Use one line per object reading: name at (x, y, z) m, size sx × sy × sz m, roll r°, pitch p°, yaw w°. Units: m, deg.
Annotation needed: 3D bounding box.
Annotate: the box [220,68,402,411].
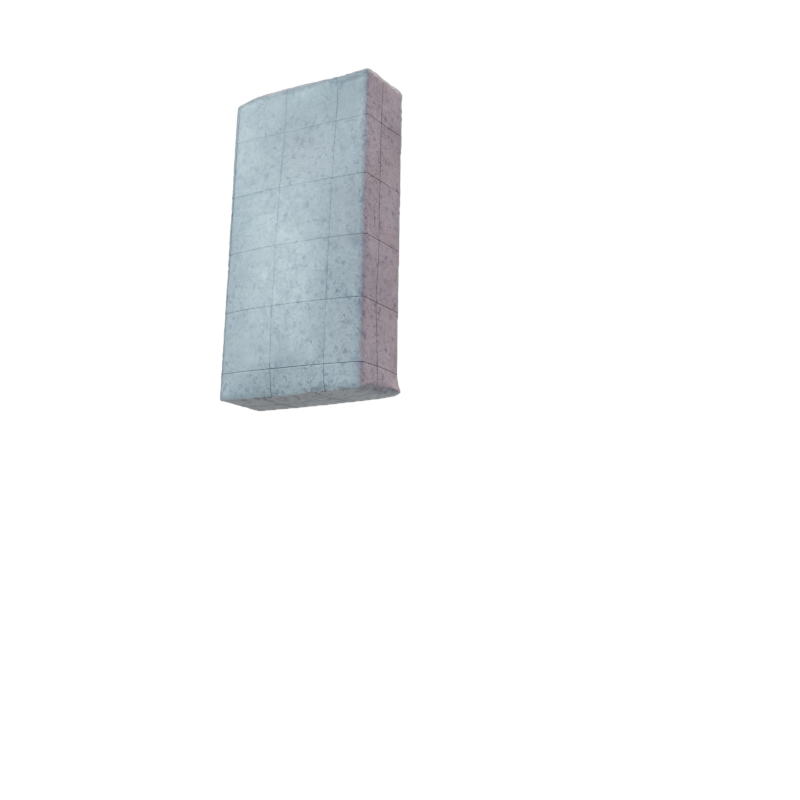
box at (-0.048, -0.087, 0.608) m, size 0.095 × 0.183 × 0.045 m, roll -10°, pitch -18°, yaw 30°
